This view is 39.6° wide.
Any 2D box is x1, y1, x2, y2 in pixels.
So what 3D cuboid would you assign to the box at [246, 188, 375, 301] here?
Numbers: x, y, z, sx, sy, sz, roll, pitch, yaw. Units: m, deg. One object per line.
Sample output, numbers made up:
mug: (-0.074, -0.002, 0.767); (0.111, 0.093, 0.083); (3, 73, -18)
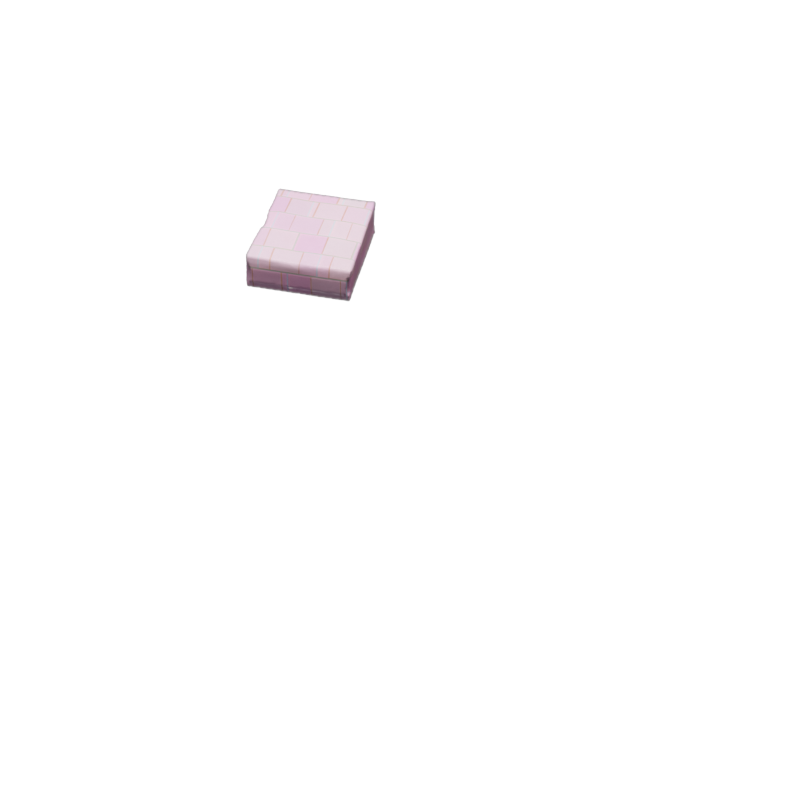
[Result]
box: (-0.061, -0.111, 0.776); (0.074, 0.028, 0.094); (8, 41, 9)
